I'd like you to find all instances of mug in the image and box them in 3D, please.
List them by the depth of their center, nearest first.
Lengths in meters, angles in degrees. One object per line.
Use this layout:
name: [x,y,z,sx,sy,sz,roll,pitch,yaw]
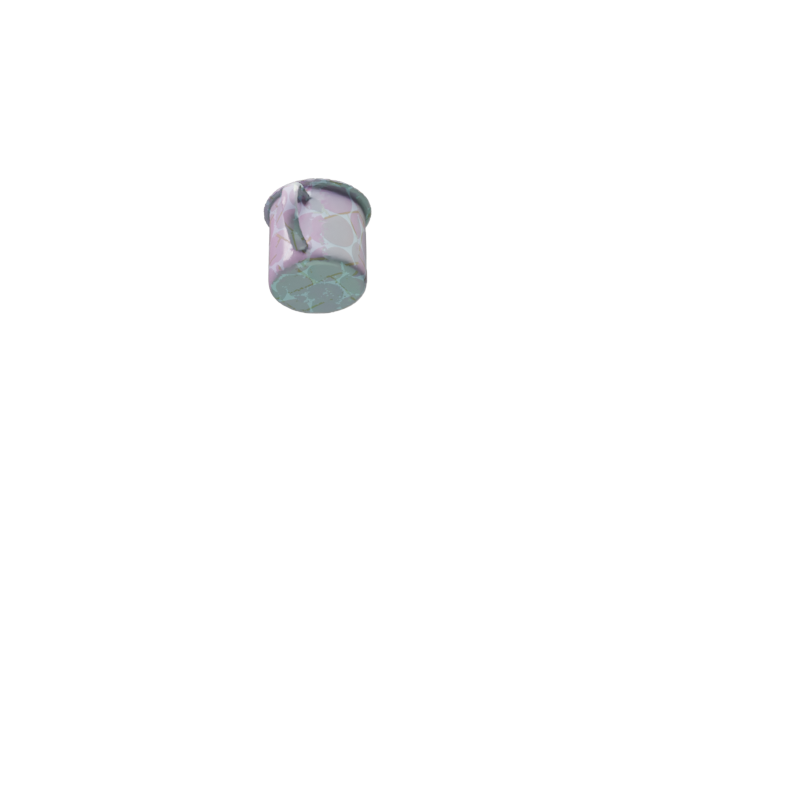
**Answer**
mug: [-0.072,-0.132,0.921,0.094,0.087,0.108,-9,-33,12]
